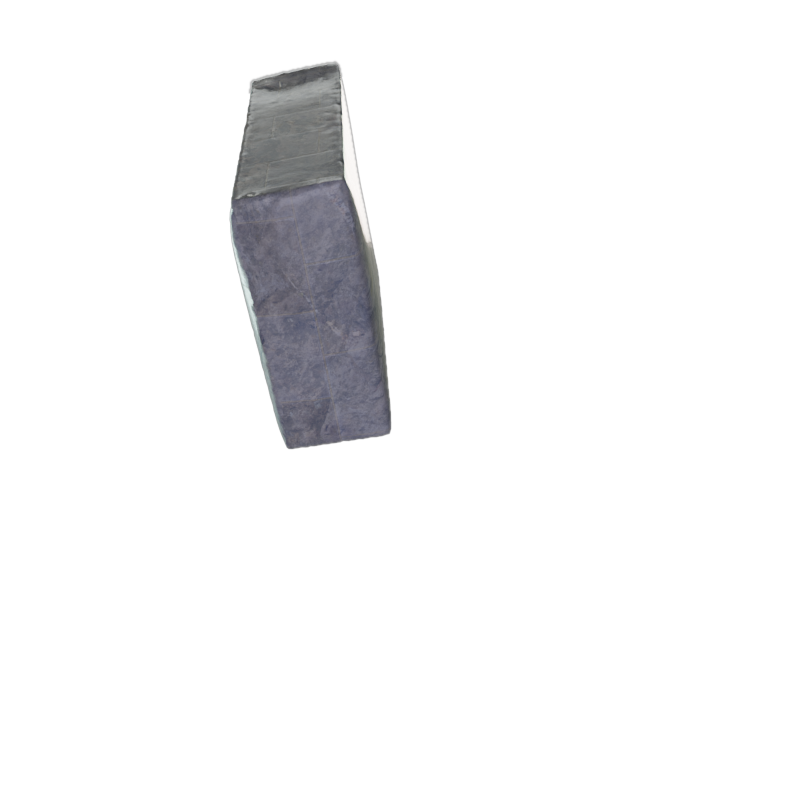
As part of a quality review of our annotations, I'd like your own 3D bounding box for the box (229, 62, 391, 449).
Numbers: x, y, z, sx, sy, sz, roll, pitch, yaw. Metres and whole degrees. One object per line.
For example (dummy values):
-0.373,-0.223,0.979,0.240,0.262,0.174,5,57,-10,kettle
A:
-0.055,-0.100,0.701,0.072,0.154,0.227,-10,31,2,box
